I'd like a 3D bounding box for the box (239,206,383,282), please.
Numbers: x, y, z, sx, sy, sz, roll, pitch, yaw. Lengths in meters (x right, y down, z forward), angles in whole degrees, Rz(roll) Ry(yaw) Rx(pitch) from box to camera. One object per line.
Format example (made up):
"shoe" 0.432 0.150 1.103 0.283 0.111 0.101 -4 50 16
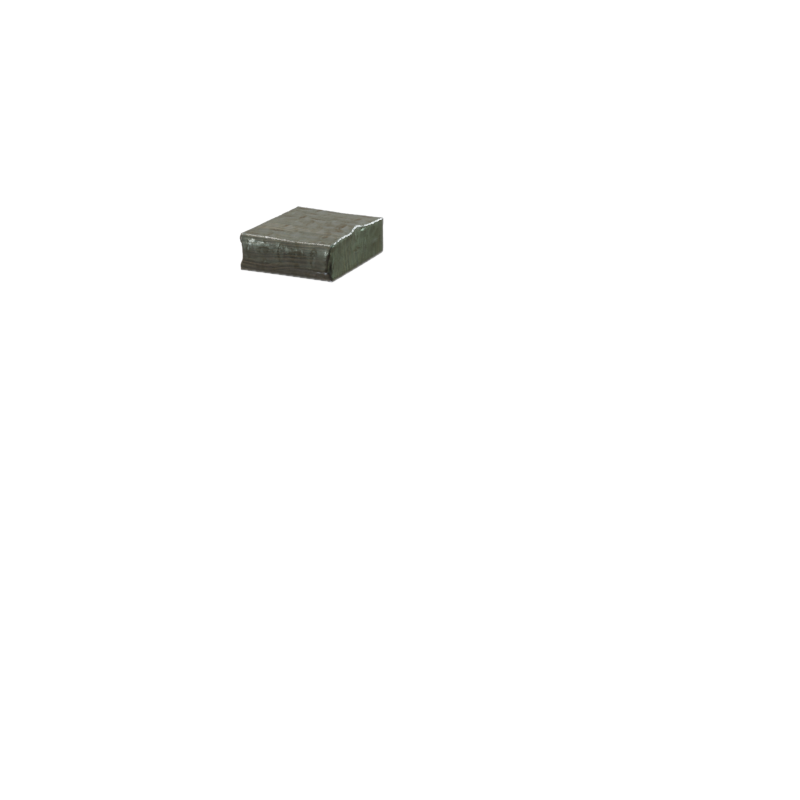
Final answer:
"box" -0.062 -0.114 0.798 0.076 0.029 0.090 10 24 23
